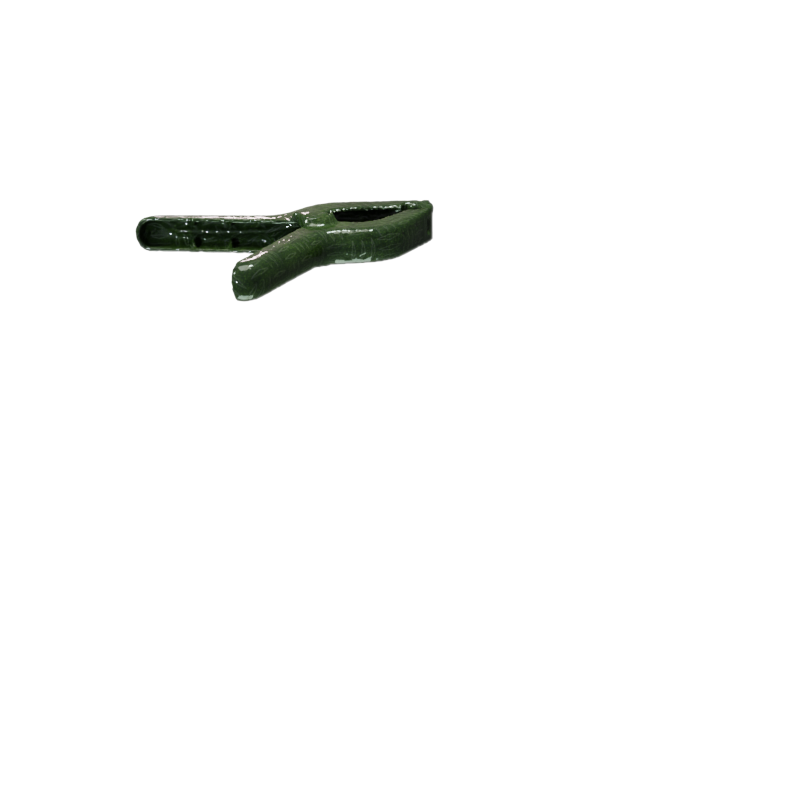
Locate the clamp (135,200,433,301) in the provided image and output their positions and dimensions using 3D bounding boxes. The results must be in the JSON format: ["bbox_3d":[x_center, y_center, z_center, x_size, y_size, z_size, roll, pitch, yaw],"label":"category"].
[{"bbox_3d":[-0.060,-0.109,0.763,0.205,0.035,0.175,-10,24,-24],"label":"clamp"}]
